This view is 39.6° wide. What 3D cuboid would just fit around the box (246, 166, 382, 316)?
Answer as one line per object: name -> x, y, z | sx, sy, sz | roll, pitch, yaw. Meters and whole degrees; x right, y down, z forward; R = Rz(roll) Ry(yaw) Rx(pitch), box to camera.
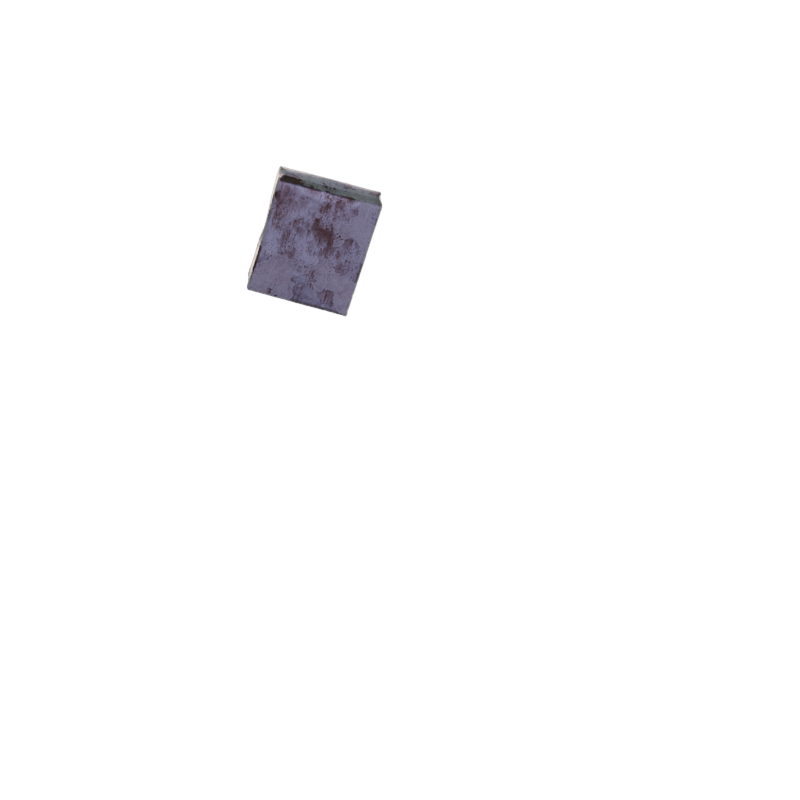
box -> -0.060, -0.109, 0.764 | 0.072, 0.086, 0.032 | 15, 25, -8
